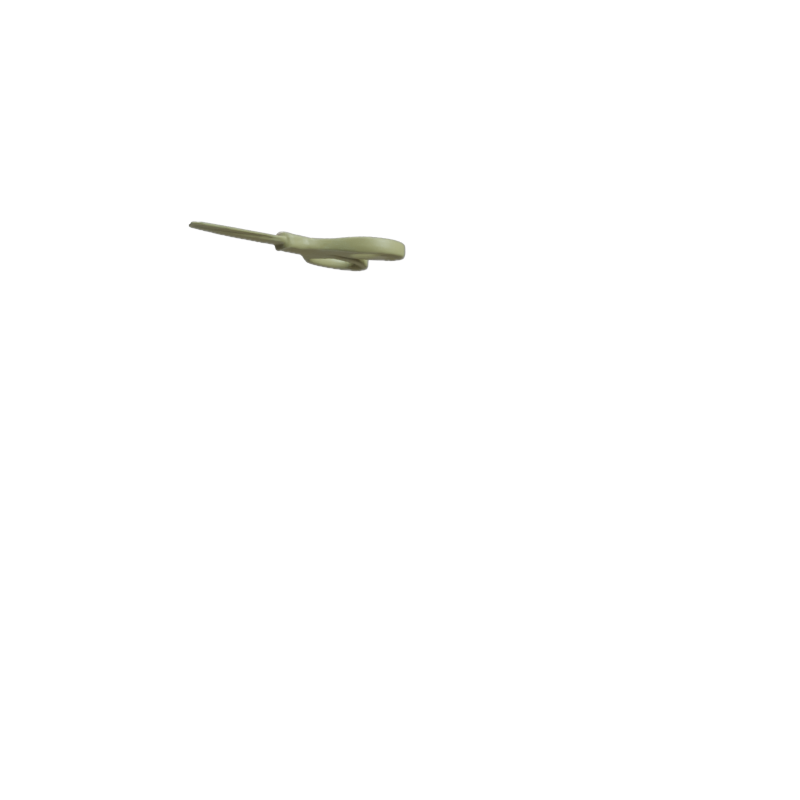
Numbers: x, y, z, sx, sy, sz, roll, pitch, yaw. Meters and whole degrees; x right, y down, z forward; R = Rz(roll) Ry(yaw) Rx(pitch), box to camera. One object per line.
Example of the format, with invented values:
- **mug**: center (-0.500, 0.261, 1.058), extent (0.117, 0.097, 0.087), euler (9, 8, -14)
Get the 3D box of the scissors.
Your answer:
- **scissors**: center (-0.069, -0.125, 0.878), extent (0.099, 0.016, 0.192), euler (-2, -4, 28)
